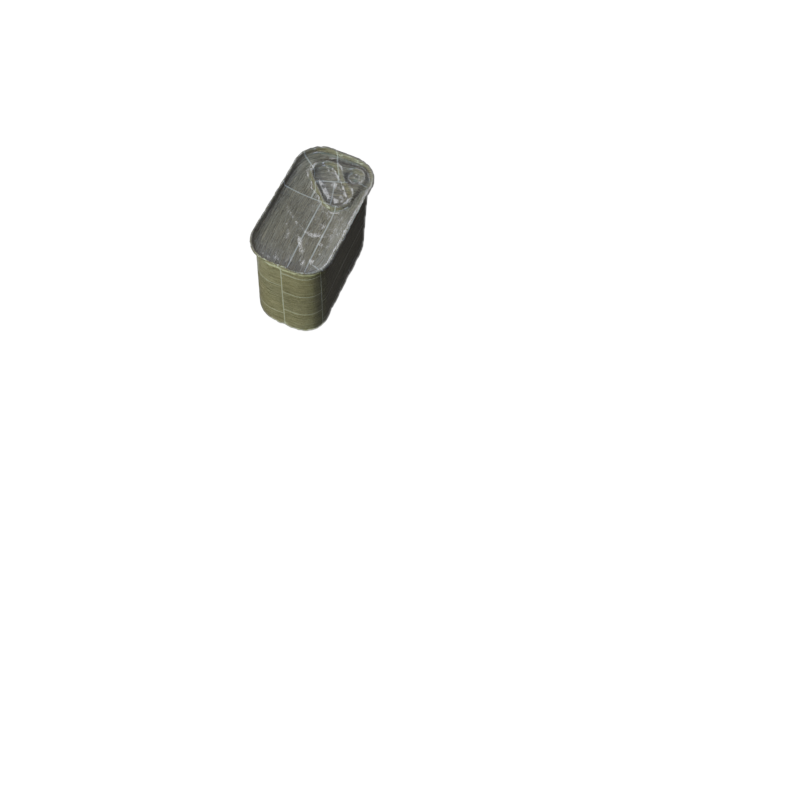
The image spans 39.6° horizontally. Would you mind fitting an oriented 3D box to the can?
[{"bbox_3d":[-0.060,-0.110,0.768,0.059,0.106,0.079,21,-28,8],"label":"can"}]
